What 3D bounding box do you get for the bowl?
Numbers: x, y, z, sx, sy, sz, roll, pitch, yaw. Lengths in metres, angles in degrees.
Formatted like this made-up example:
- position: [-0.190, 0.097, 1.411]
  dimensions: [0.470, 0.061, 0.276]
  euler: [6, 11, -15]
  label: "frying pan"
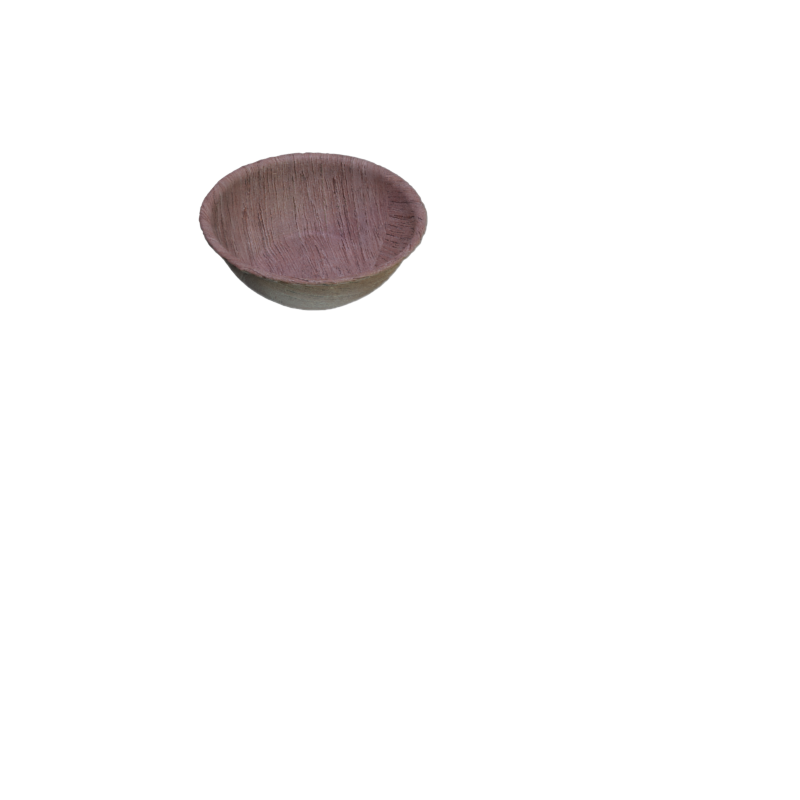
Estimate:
- position: [-0.063, -0.114, 0.801]
  dimensions: [0.162, 0.051, 0.174]
  euler: [-1, 41, -2]
  label: "bowl"
